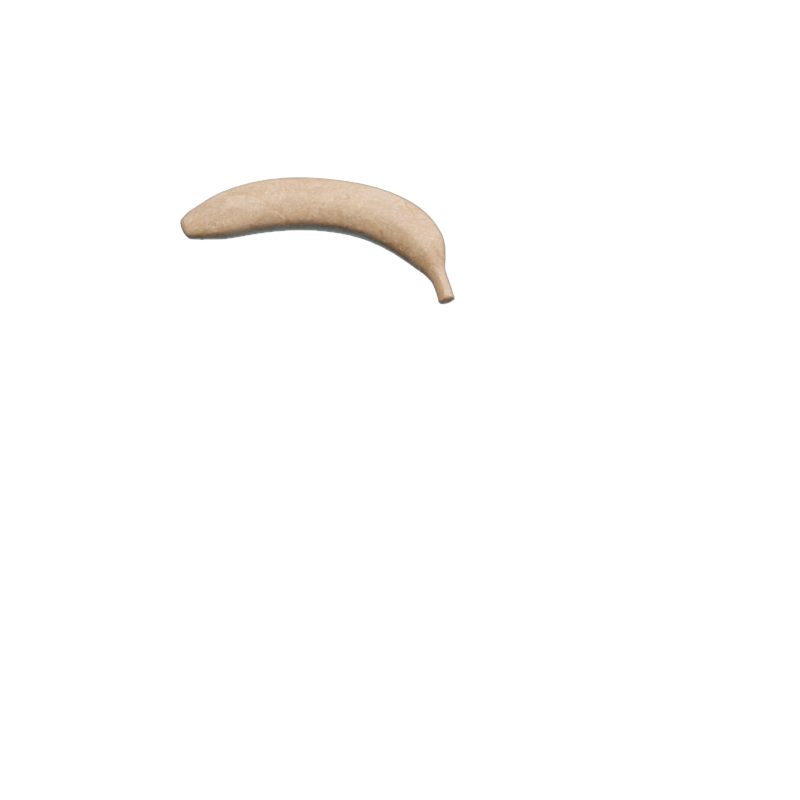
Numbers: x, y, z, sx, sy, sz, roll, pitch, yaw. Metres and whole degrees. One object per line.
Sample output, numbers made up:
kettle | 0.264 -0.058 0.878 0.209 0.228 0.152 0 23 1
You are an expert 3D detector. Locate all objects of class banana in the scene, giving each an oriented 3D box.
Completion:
banana | -0.052 -0.124 0.774 0.201 0.073 0.034 14 -31 9
